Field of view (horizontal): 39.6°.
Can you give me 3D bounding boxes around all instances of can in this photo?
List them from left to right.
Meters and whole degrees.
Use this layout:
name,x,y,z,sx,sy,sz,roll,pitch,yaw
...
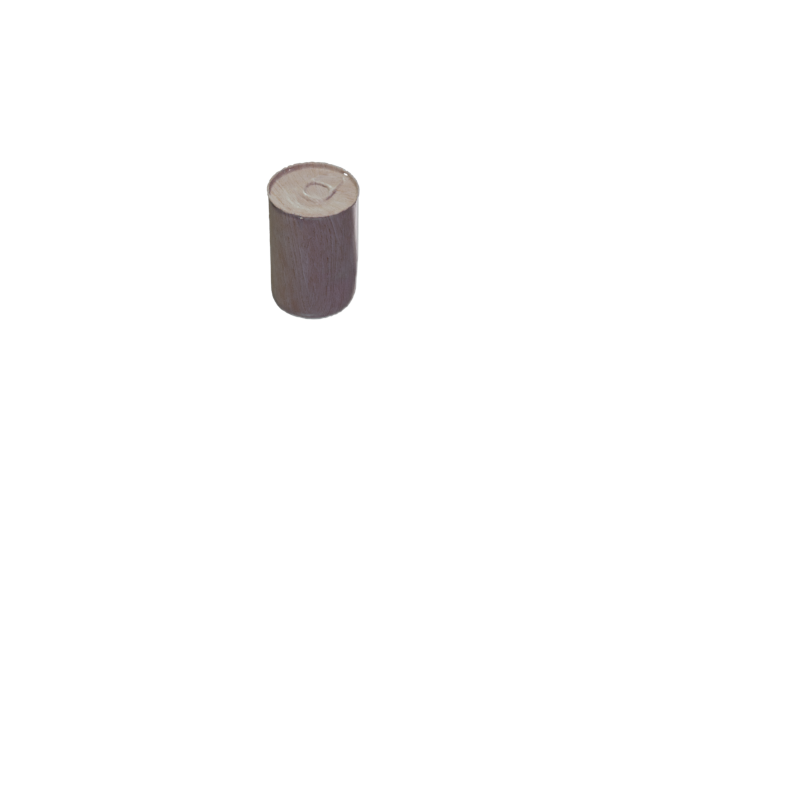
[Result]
name,x,y,z,sx,sy,sz,roll,pitch,yaw
can,-0.066,-0.120,0.841,0.068,0.095,0.074,0,43,-3
